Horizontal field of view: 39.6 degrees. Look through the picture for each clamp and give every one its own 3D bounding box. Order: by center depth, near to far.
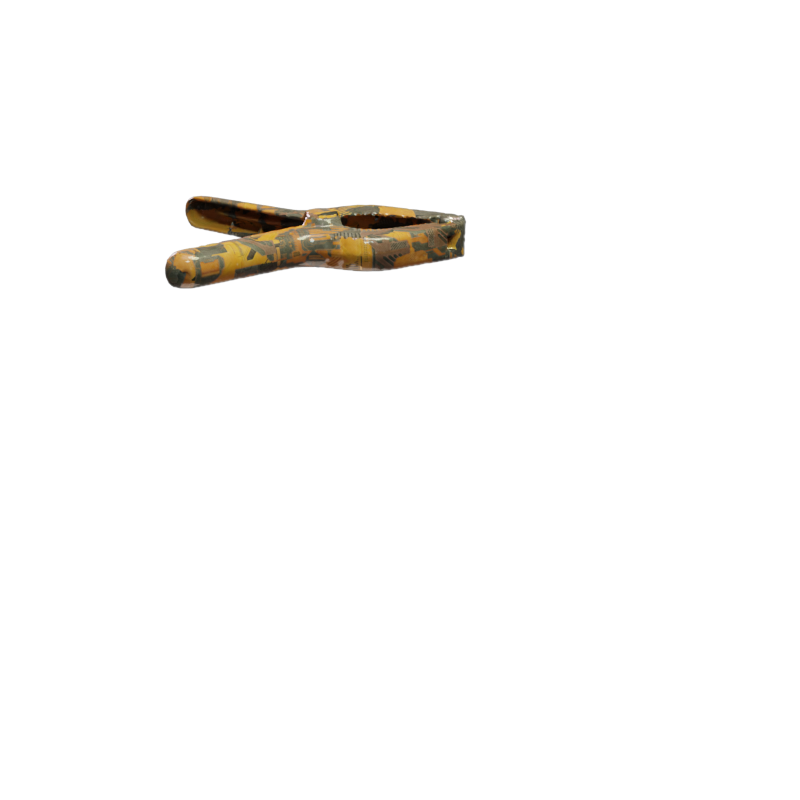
[{"bbox_3d":[-0.060,-0.109,0.767,0.211,0.035,0.171,2,24,3],"label":"clamp"}]
